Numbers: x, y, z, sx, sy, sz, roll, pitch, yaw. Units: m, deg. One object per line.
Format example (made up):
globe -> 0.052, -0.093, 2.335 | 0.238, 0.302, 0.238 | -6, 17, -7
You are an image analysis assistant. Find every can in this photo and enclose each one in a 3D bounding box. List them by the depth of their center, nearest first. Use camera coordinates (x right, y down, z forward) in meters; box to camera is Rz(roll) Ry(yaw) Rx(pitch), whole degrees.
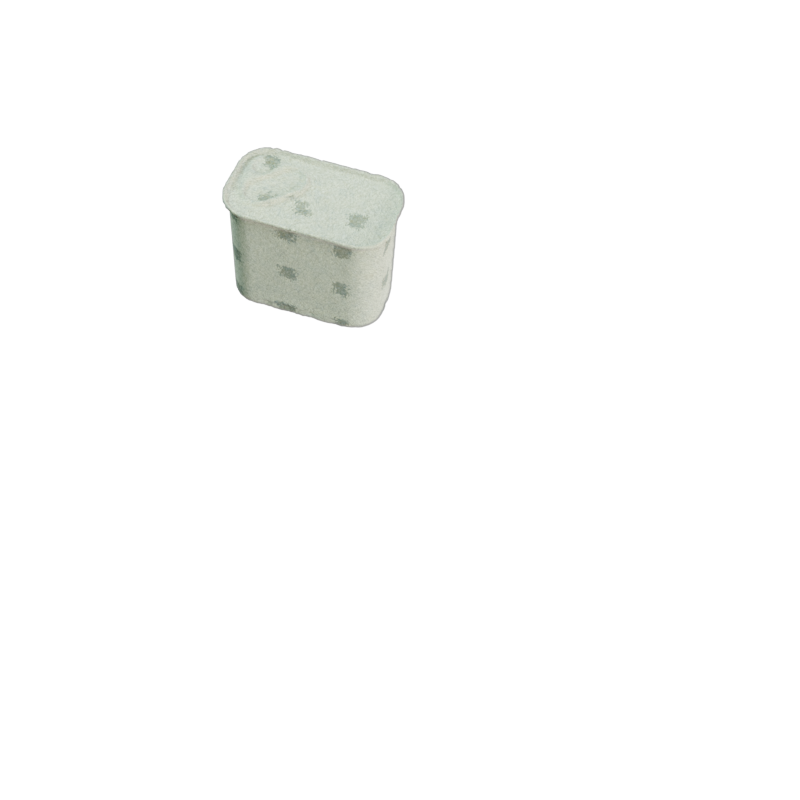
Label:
can -> -0.052, -0.095, 0.663 | 0.104, 0.060, 0.078 | 17, -35, 11
